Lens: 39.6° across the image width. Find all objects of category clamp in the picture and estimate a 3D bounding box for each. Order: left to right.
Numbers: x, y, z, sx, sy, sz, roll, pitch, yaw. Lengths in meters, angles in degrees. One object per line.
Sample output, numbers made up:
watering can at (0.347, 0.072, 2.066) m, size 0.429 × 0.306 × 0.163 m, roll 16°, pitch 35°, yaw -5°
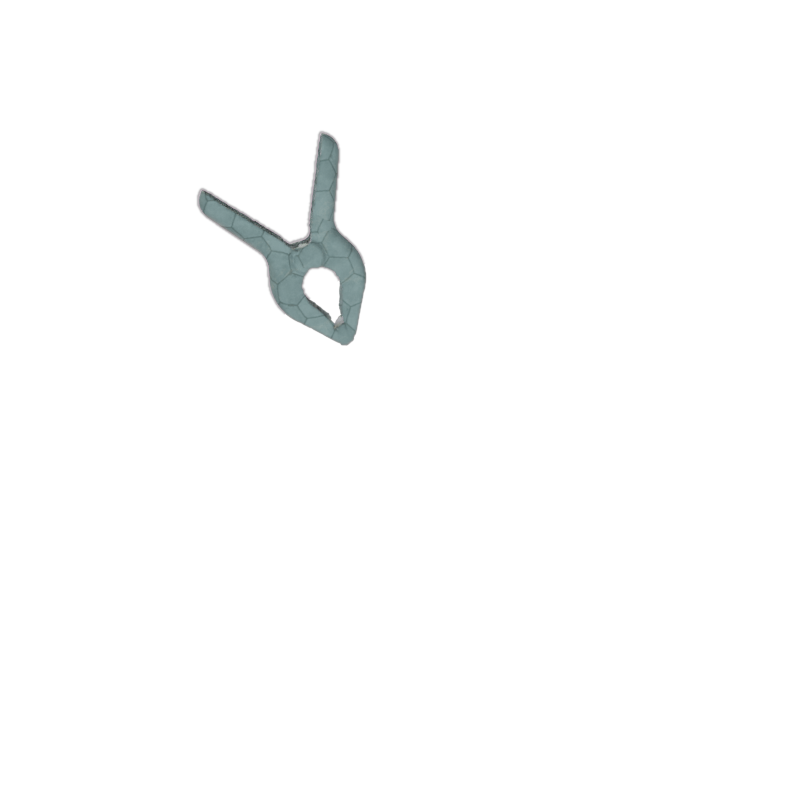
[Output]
clamp at (-0.070, -0.129, 0.900) m, size 0.120 × 0.165 × 0.041 m, roll -32°, pitch 15°, yaw 9°
